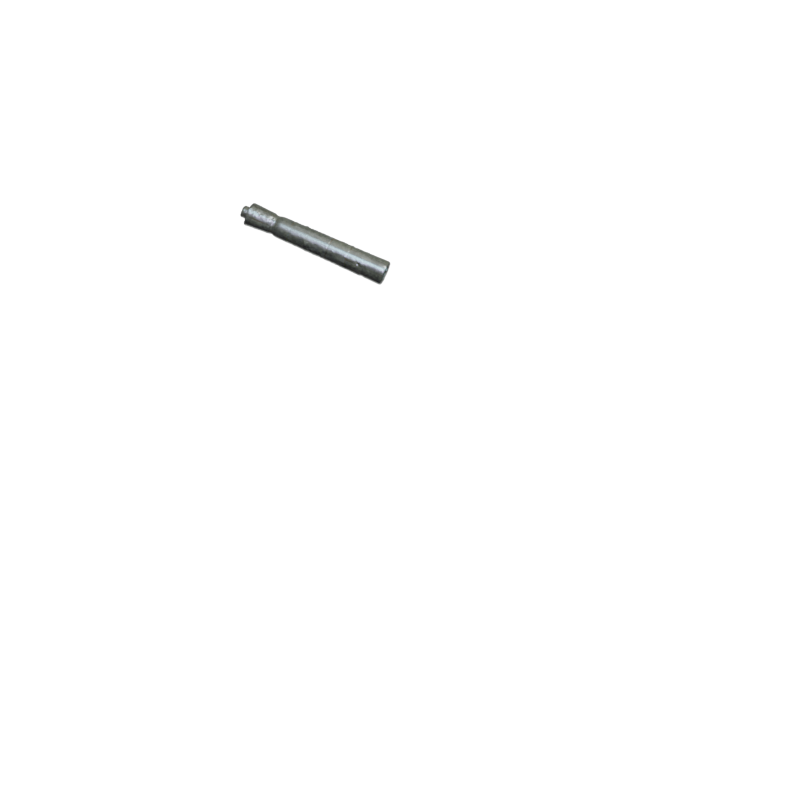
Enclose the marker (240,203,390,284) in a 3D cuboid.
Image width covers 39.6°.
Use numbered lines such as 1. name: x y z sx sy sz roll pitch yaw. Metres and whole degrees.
1. marker: -0.066 -0.121 0.845 0.124 0.020 0.019 25 8 10
